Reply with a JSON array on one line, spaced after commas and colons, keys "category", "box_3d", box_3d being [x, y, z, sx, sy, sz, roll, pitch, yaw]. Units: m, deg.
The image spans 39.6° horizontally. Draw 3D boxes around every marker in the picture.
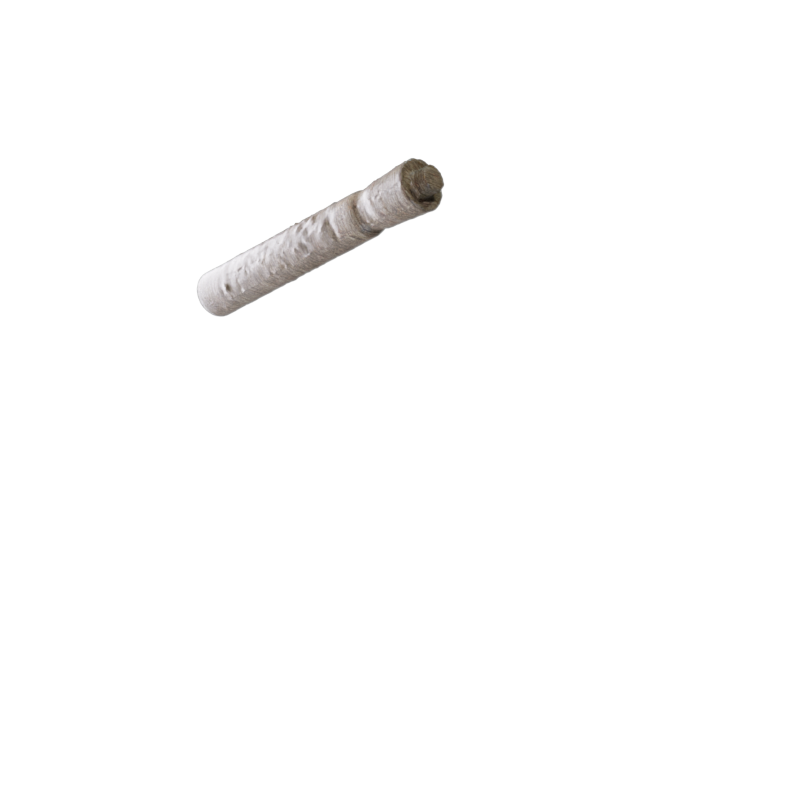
[{"category": "marker", "box_3d": [-0.031, -0.057, 0.397, 0.019, 0.020, 0.122, -4, -12, -46]}]
